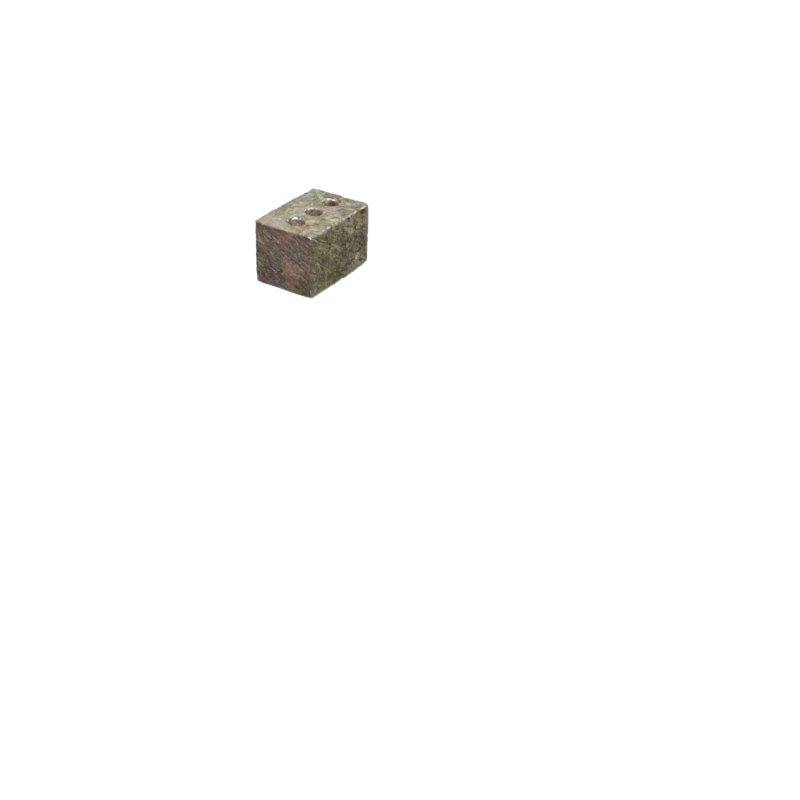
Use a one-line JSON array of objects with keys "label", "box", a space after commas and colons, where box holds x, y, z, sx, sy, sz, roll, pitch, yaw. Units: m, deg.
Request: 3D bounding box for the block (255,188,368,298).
[{"label": "block", "box": [-0.066, -0.120, 0.838, 0.055, 0.048, 0.079, 18, 35, 27]}]
